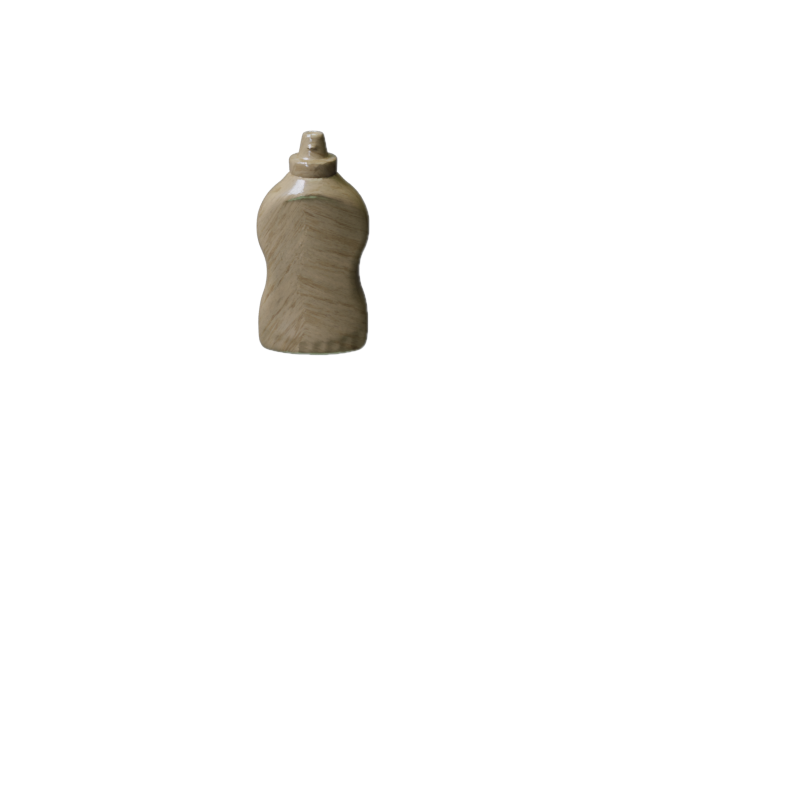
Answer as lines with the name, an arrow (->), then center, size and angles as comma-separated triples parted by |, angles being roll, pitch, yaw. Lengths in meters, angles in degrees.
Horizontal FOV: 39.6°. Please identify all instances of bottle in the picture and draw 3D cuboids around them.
bottle -> -0.074, -0.135, 0.949 | 0.096, 0.183, 0.061 | 2, 20, 2
